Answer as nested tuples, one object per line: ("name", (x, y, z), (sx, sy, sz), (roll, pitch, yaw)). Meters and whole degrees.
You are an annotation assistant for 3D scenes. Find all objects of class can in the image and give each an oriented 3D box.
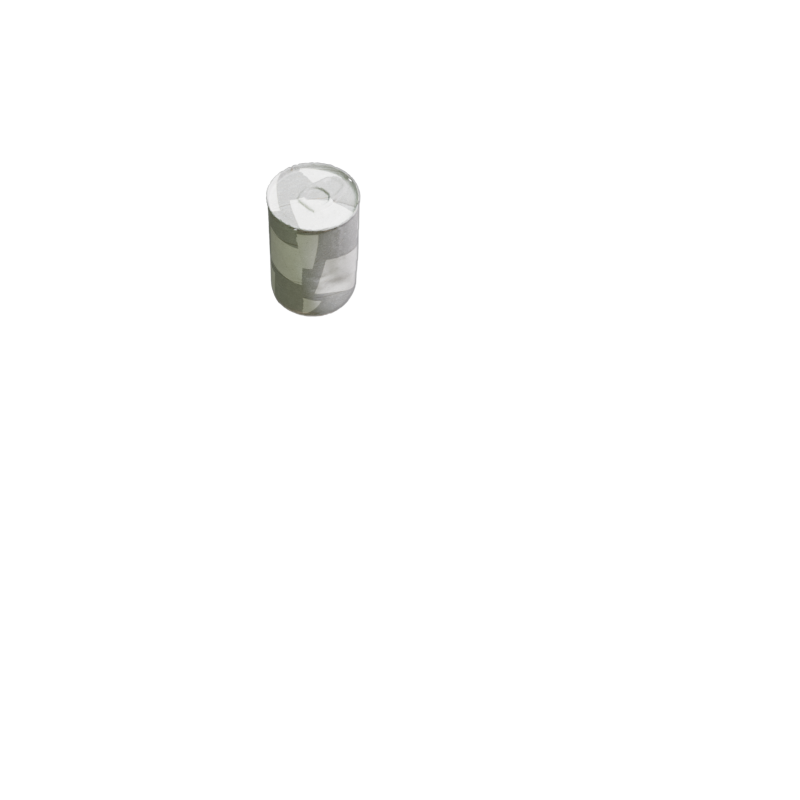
("can", (-0.065, -0.119, 0.833), (0.068, 0.073, 0.095), (0, -37, -3))
